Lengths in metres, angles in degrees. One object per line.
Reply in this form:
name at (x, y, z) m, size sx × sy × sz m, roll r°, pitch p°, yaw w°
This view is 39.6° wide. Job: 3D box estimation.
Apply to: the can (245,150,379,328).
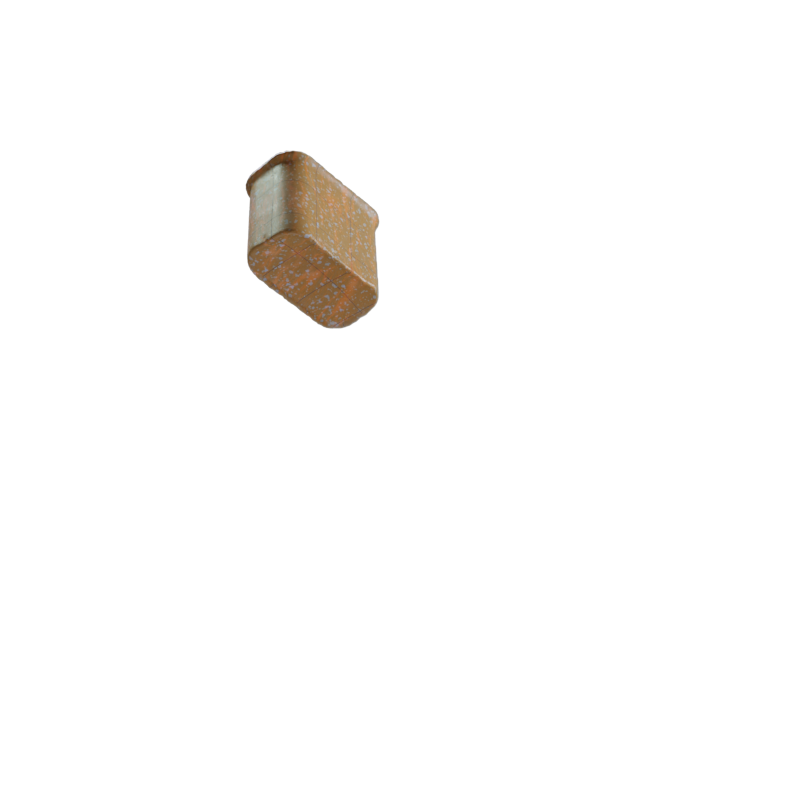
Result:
can at (-0.060, -0.110, 0.771) m, size 0.057 × 0.090 × 0.095 m, roll -34°, pitch -53°, yaw 28°
